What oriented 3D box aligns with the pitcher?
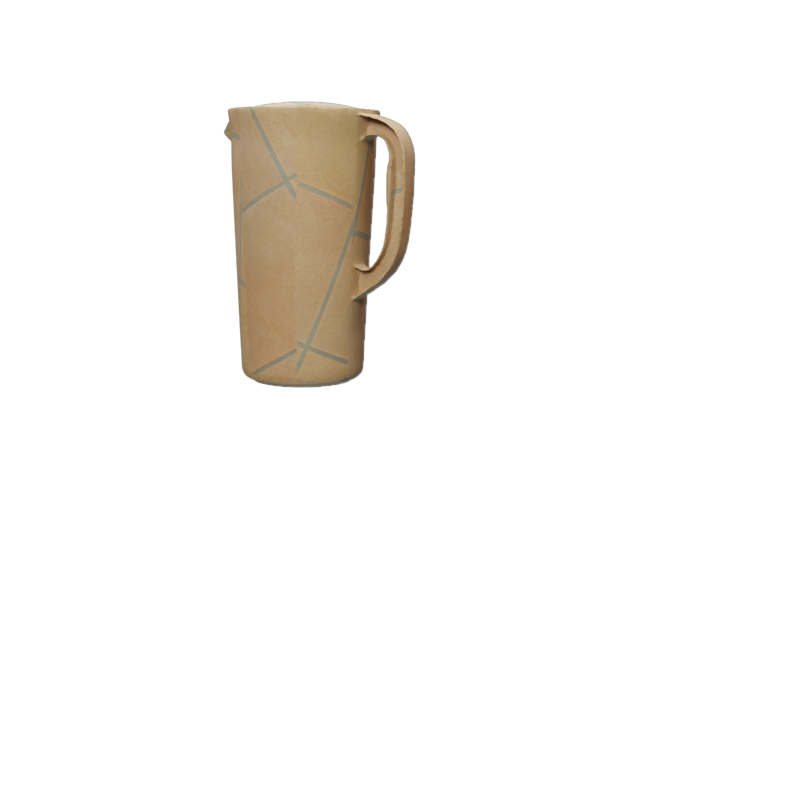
[{"bbox_3d":[-0.076,-0.138,0.966,0.142,0.240,0.154,-1,6,-15],"label":"pitcher"}]
